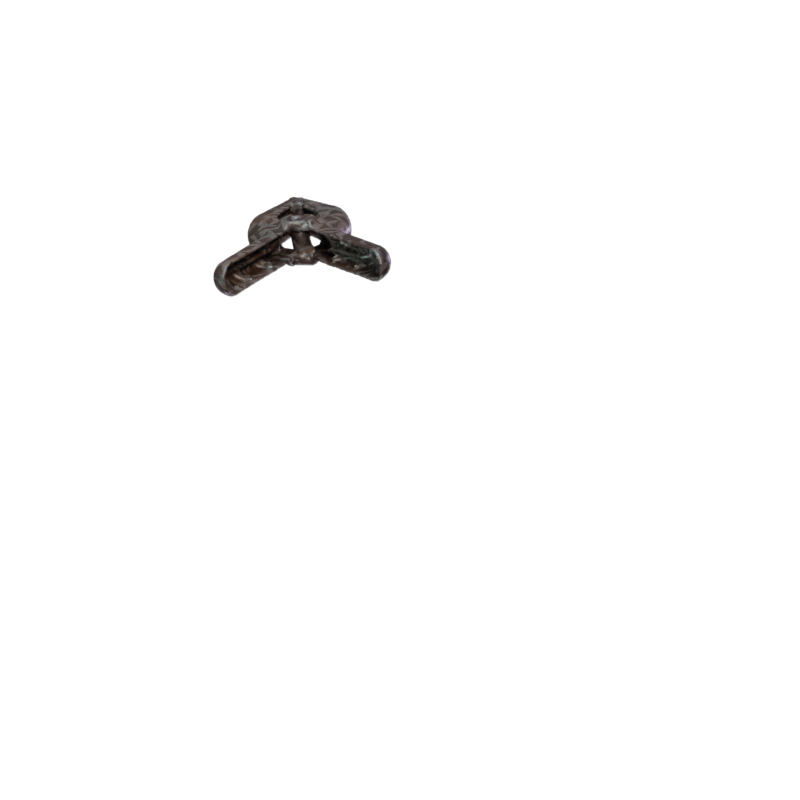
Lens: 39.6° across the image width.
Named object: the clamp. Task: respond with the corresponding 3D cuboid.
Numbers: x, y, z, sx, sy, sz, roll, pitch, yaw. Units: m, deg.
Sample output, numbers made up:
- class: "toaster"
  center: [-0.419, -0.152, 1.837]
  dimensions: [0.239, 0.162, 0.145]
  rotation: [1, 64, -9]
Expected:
- class: "clamp"
  center: [-0.064, -0.117, 0.818]
  dimensions: [0.121, 0.037, 0.179]
  rotation: [2, 27, 3]
